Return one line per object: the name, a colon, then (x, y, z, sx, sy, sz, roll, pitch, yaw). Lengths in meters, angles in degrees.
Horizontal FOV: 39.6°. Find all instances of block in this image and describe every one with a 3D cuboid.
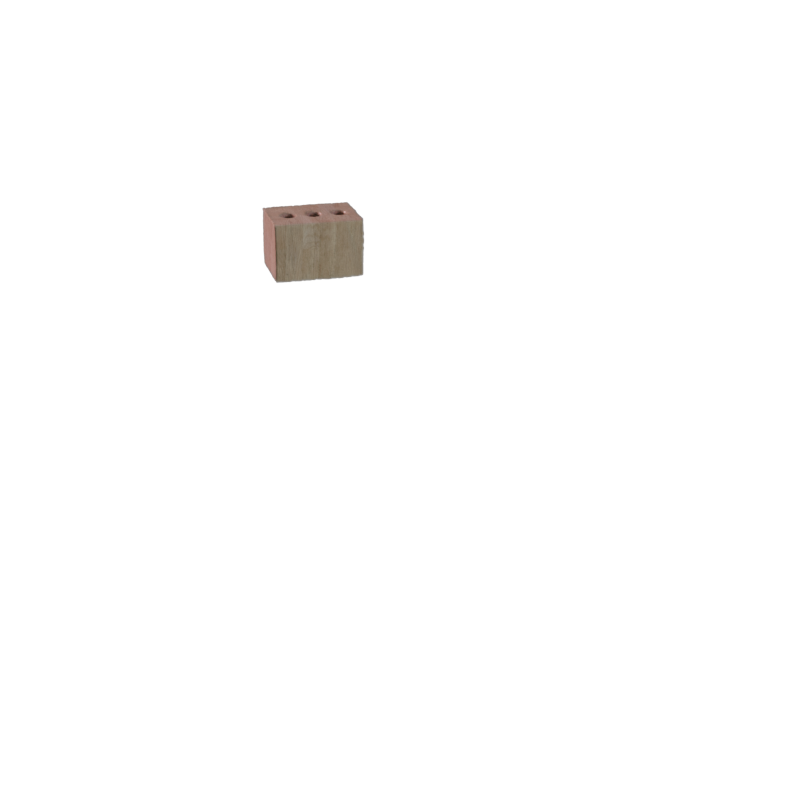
block: (-0.073, -0.134, 0.936, 0.077, 0.049, 0.056, -6, 23, -14)
